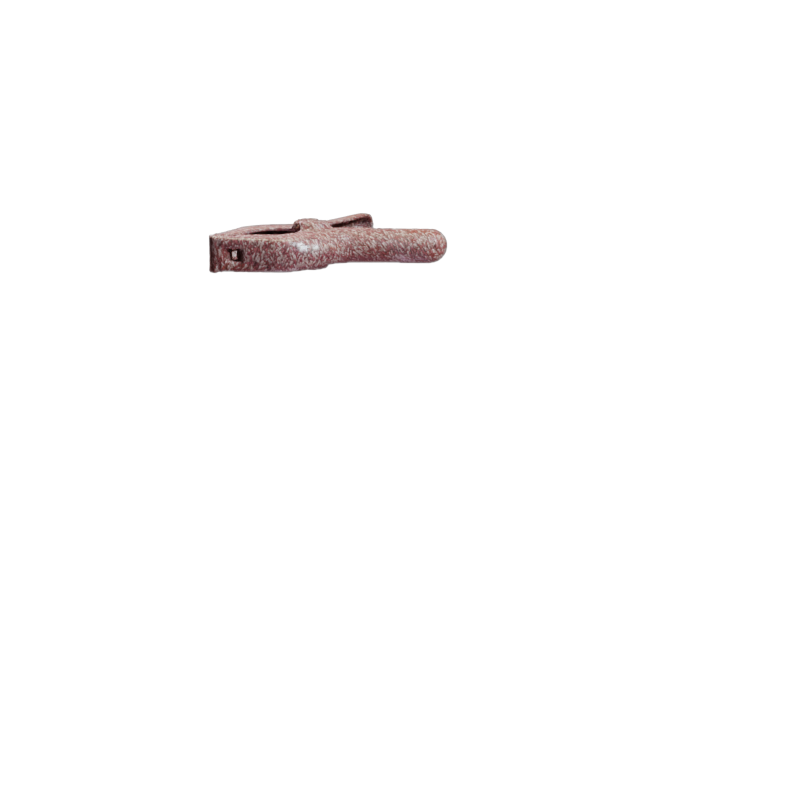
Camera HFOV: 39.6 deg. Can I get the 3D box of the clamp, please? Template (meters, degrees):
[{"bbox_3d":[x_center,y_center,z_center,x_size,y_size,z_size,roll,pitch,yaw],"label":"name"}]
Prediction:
[{"bbox_3d":[-0.065,-0.118,0.830,0.167,0.039,0.125,-4,11,-20],"label":"clamp"}]
